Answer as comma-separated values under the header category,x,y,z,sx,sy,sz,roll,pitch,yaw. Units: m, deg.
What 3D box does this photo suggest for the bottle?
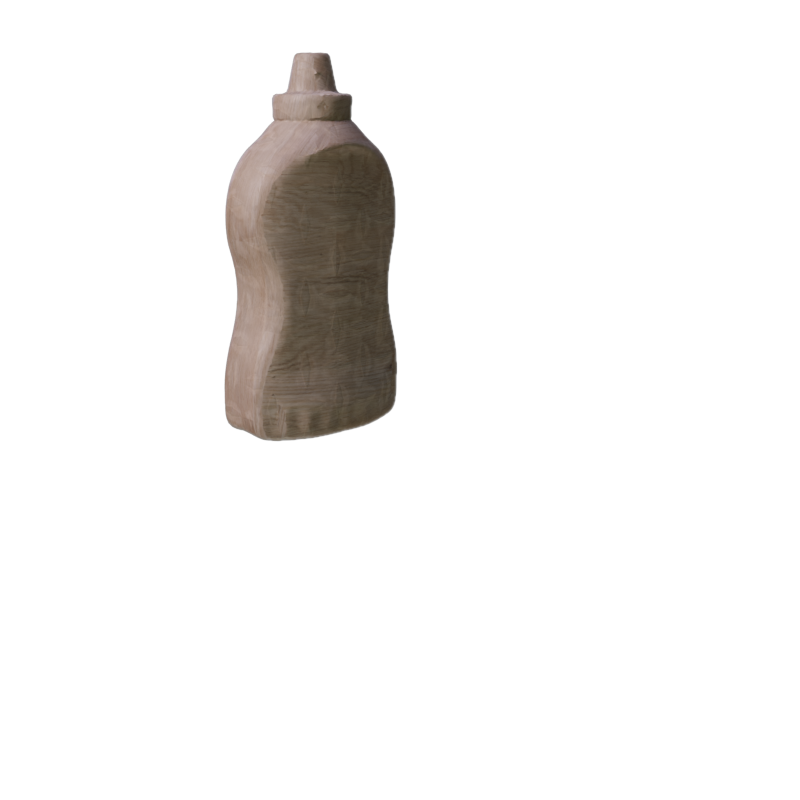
category,x,y,z,sx,sy,sz,roll,pitch,yaw
bottle,-0.045,-0.082,0.571,0.093,0.188,0.061,-7,11,-39
